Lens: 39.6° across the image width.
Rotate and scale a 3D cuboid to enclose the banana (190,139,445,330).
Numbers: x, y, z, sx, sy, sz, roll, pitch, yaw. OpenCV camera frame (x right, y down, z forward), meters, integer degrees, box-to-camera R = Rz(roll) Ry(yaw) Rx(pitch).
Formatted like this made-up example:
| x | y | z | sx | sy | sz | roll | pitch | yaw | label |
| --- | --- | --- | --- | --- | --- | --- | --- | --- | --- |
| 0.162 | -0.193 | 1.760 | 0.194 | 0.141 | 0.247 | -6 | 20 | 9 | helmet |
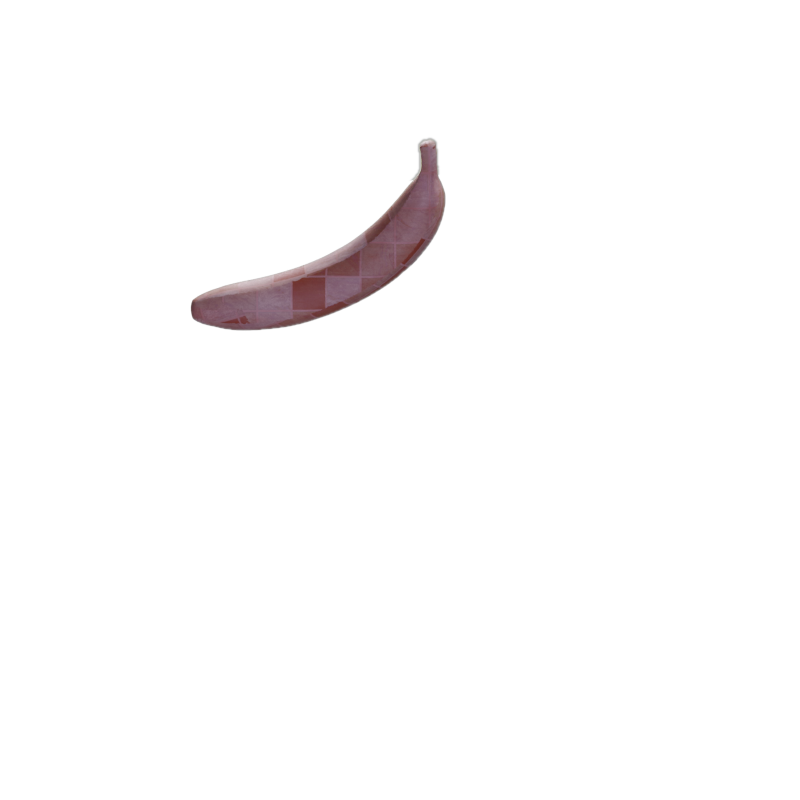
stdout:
| x | y | z | sx | sy | sz | roll | pitch | yaw | label |
| --- | --- | --- | --- | --- | --- | --- | --- | --- | --- |
| -0.043 | -0.092 | 0.728 | 0.197 | 0.067 | 0.039 | -34 | 19 | 12 | banana |
